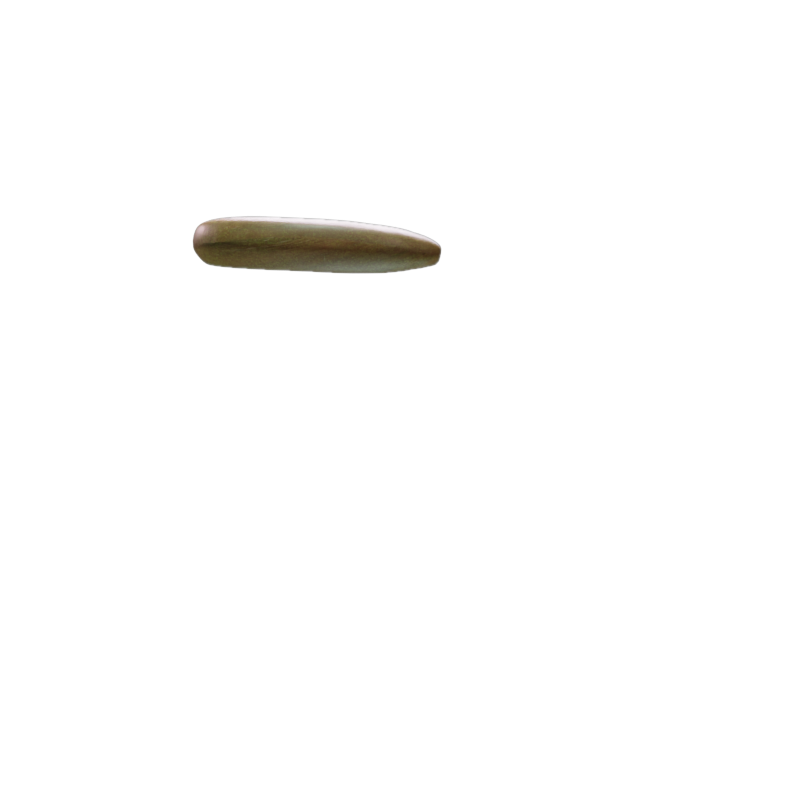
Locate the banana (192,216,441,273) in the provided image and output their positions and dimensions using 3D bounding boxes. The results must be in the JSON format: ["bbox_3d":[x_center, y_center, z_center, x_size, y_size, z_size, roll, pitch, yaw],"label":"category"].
[{"bbox_3d":[-0.073,-0.108,0.762,0.206,0.036,0.068,7,12,31],"label":"banana"}]
